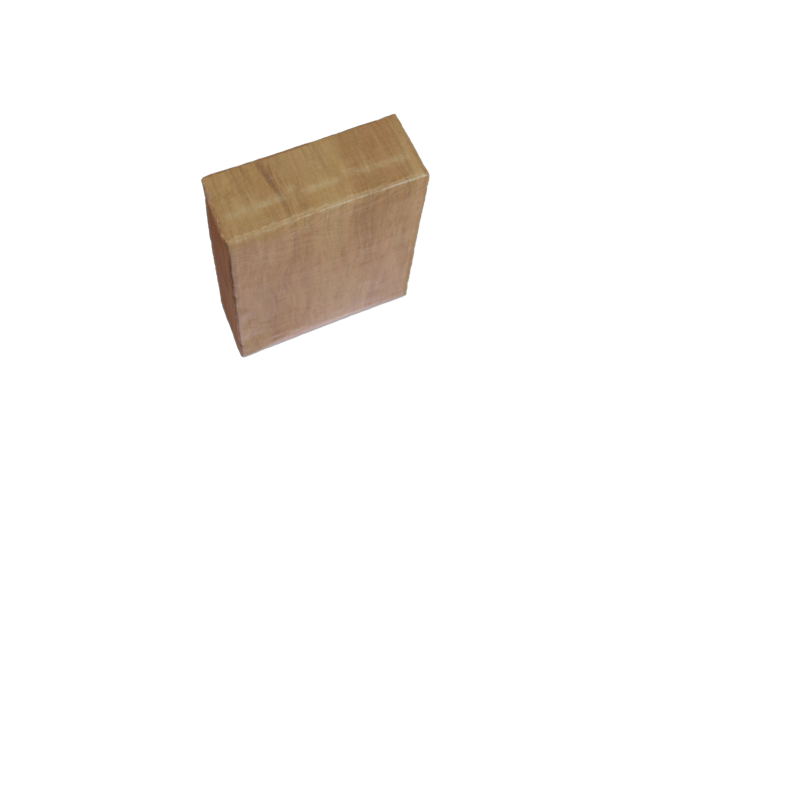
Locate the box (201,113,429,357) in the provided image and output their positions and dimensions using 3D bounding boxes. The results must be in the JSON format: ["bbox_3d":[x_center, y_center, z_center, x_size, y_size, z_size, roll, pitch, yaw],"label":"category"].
[{"bbox_3d":[-0.072,-0.131,0.917,0.163,0.076,0.202,-21,-20,-12],"label":"box"}]
